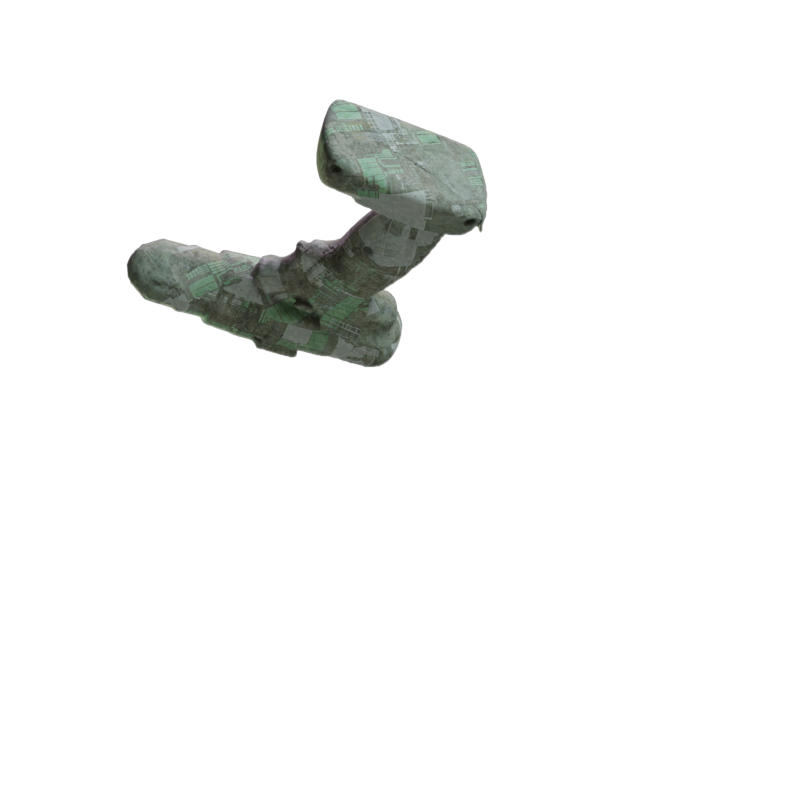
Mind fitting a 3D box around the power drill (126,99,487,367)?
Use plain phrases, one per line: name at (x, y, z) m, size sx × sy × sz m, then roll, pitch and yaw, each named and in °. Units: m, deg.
power drill at (-0.052, -0.094, 0.662) m, size 0.177 × 0.061 × 0.183 m, roll 15°, pitch -35°, yaw -24°
